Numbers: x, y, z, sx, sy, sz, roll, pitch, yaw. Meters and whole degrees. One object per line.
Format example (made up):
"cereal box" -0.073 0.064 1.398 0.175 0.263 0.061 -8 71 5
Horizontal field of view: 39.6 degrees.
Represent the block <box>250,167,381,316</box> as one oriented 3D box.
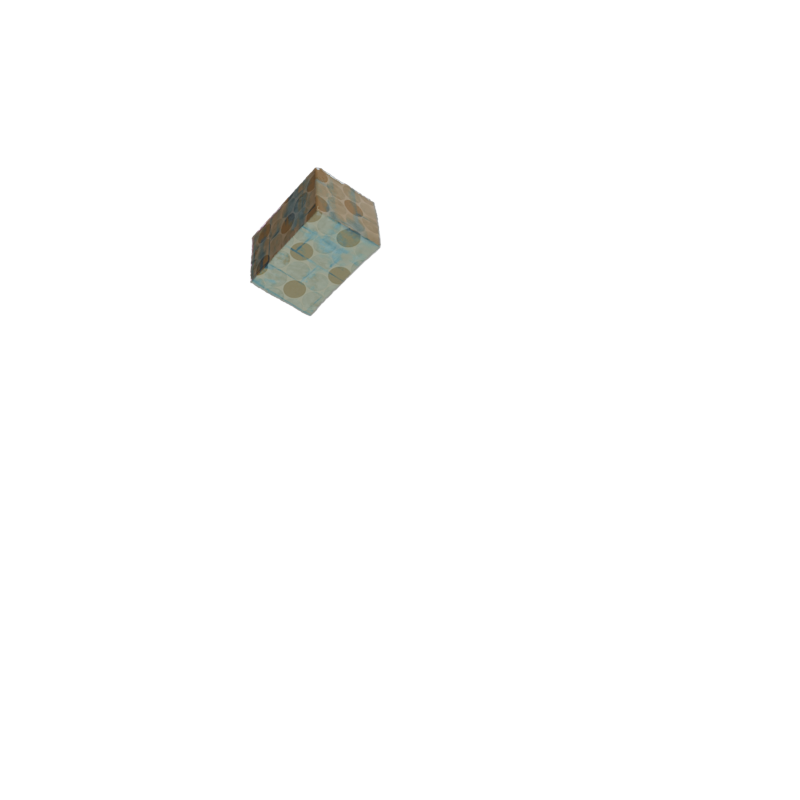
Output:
"block" -0.058 -0.106 0.742 0.050 0.055 0.077 31 -55 -27
